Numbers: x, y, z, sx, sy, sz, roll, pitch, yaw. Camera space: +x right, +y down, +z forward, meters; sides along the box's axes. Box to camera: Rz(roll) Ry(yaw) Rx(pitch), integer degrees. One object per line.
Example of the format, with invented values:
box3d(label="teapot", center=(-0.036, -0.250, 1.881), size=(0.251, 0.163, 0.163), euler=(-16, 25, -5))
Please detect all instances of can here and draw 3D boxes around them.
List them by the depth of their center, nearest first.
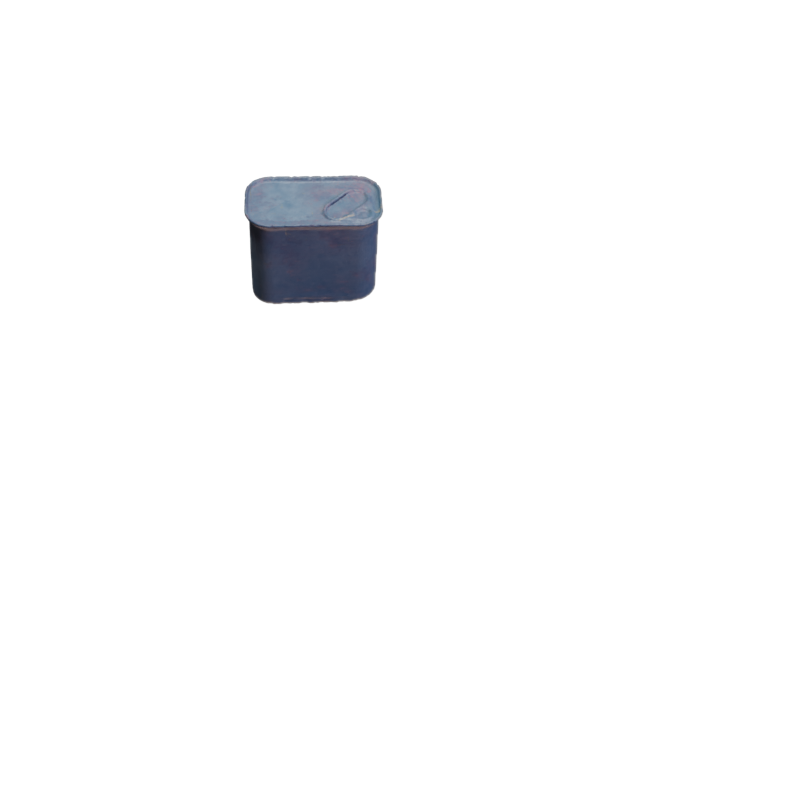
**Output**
box3d(label="can", center=(-0.066, -0.121, 0.845), size=(0.102, 0.062, 0.078), euler=(-1, -44, -3))
